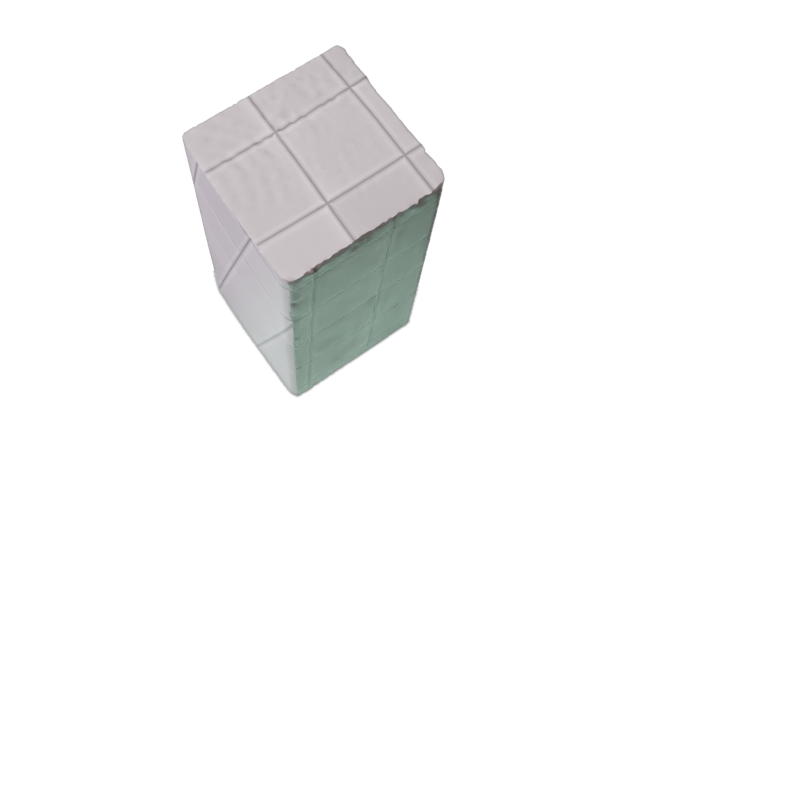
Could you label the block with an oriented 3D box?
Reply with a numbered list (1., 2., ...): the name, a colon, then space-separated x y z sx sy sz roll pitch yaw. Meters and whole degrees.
1. block: -0.046 -0.084 0.594 0.091 0.094 0.198 -33 -11 -12
